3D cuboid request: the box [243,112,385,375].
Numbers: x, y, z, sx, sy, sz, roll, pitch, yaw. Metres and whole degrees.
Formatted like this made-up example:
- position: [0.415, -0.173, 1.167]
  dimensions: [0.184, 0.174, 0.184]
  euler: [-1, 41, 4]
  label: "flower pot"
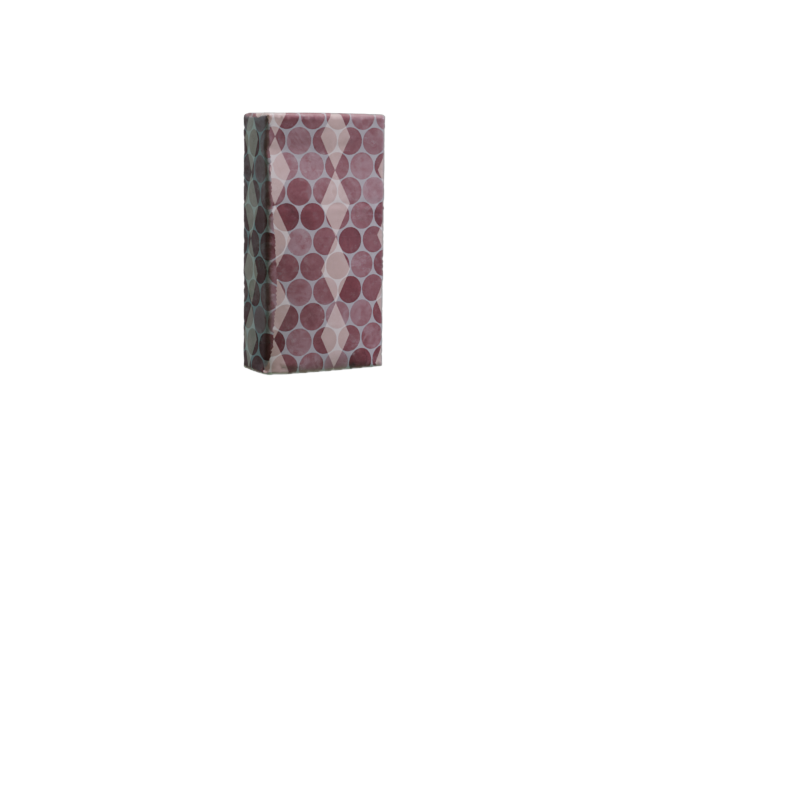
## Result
- position: [-0.060, -0.109, 0.762]
  dimensions: [0.090, 0.175, 0.050]
  euler: [-3, 5, -29]
  label: "box"
